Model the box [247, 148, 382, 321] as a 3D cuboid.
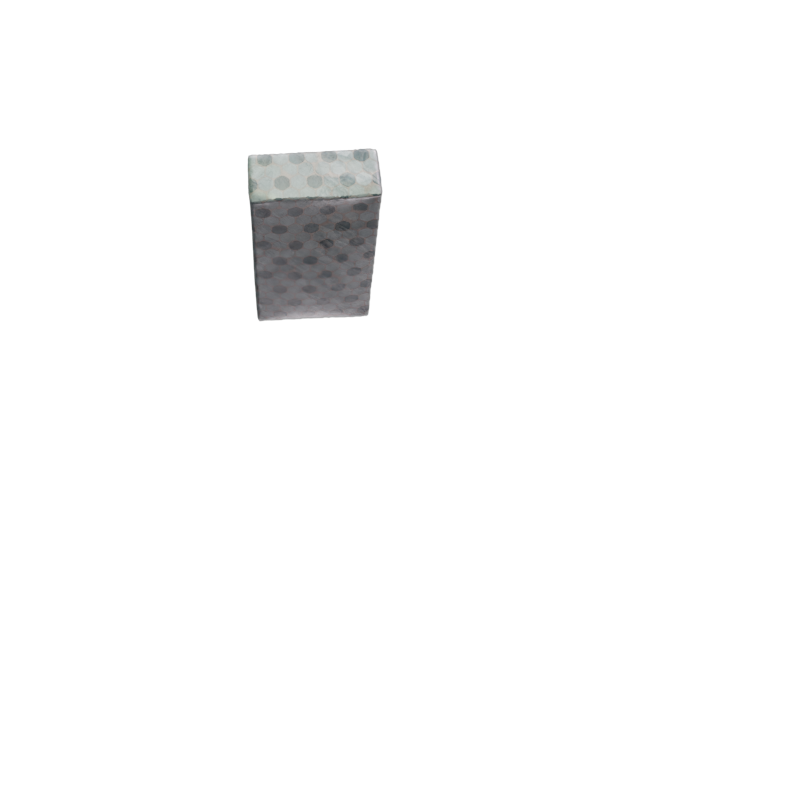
[{"bbox_3d":[-0.065,-0.118,0.832,0.093,0.051,0.167,-3,-23,-5],"label":"box"}]
